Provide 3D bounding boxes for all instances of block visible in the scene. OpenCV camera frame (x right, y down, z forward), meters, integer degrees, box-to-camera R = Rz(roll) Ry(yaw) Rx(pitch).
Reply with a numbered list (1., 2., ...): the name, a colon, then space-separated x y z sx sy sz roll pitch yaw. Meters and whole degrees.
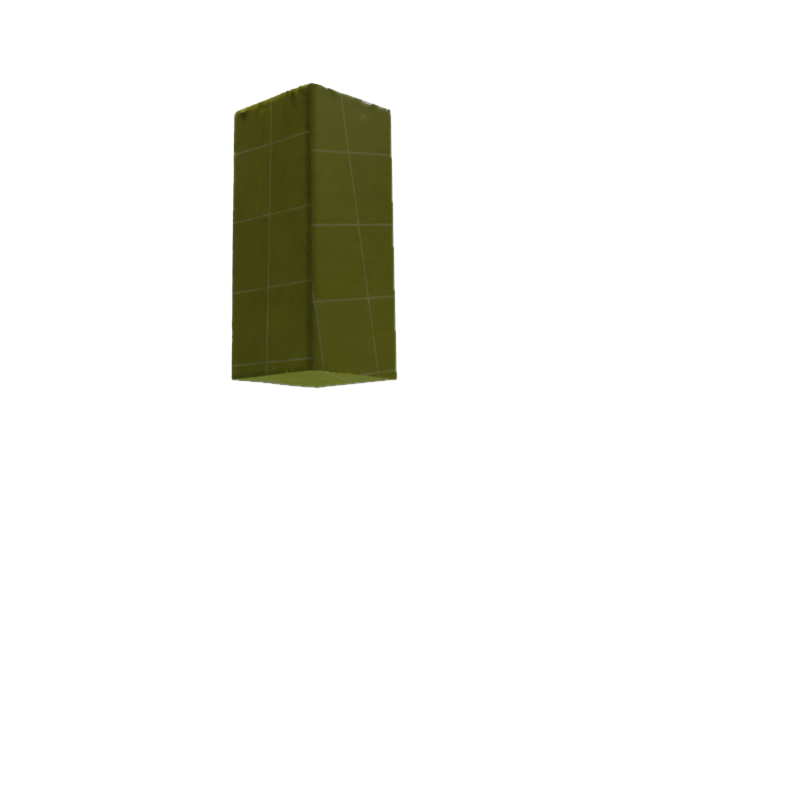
1. block: -0.065 -0.118 0.828 0.093 0.212 0.085 -12 -16 43
